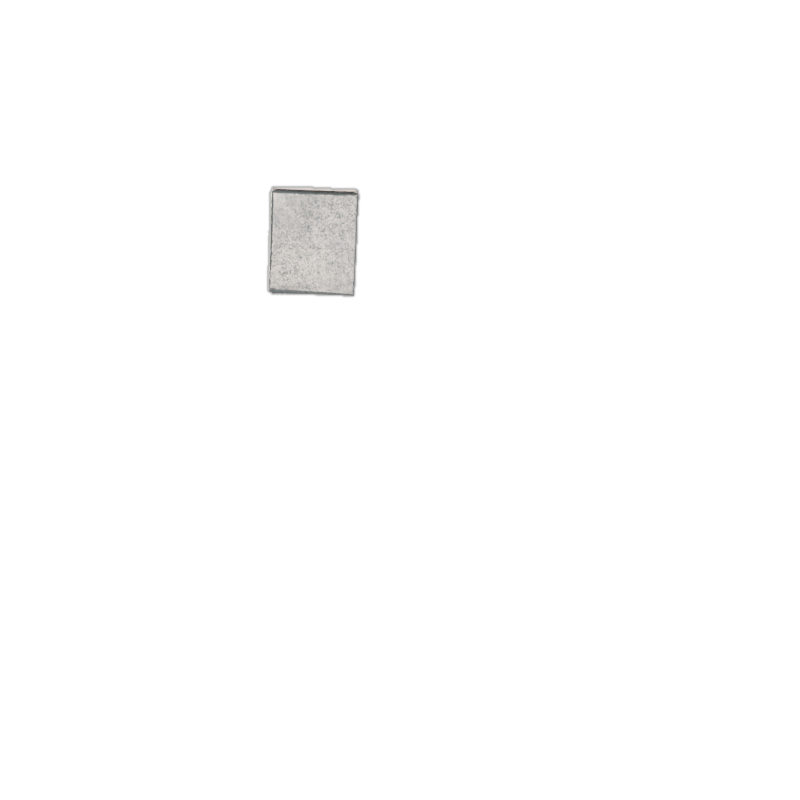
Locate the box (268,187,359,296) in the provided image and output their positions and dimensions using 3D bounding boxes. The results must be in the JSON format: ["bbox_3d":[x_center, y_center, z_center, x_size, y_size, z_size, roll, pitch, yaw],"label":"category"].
[{"bbox_3d":[-0.073,-0.132,0.929,0.073,0.087,0.031,2,10,-1],"label":"box"}]
